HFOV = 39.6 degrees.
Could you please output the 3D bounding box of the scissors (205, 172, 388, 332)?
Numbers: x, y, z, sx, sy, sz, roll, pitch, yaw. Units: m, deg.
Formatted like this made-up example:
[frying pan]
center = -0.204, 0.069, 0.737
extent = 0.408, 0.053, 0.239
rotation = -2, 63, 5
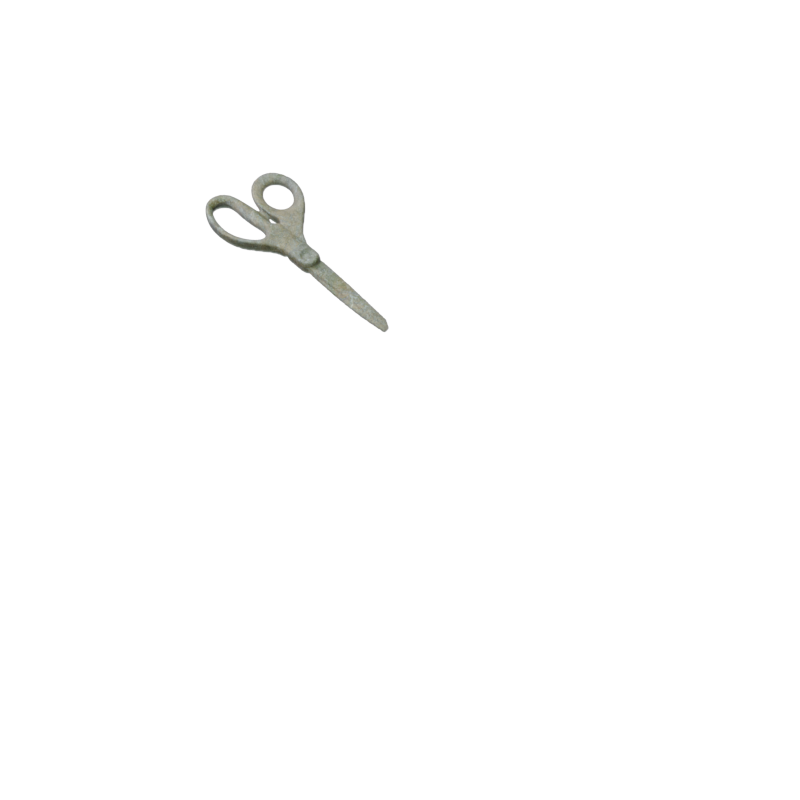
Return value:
[scissors]
center = -0.075, -0.137, 0.958
extent = 0.210, 0.099, 0.015
rotation = 28, -31, 19
